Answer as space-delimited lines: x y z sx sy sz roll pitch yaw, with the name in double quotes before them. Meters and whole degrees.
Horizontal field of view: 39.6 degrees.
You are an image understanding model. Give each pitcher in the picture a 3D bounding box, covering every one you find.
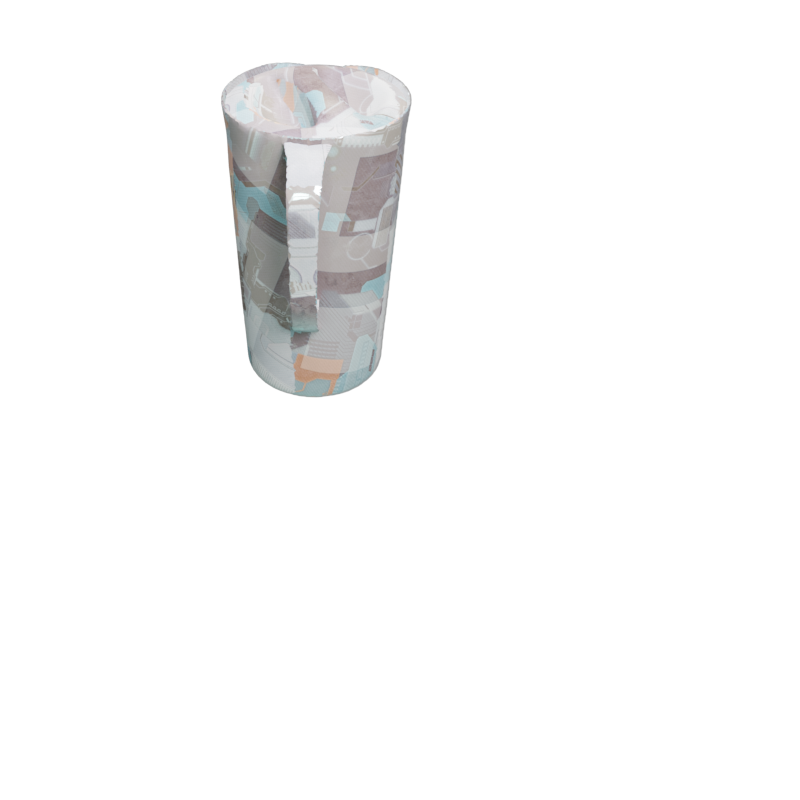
"pitcher" -0.065 -0.118 0.828 0.149 0.228 0.155 -28 45 -35
